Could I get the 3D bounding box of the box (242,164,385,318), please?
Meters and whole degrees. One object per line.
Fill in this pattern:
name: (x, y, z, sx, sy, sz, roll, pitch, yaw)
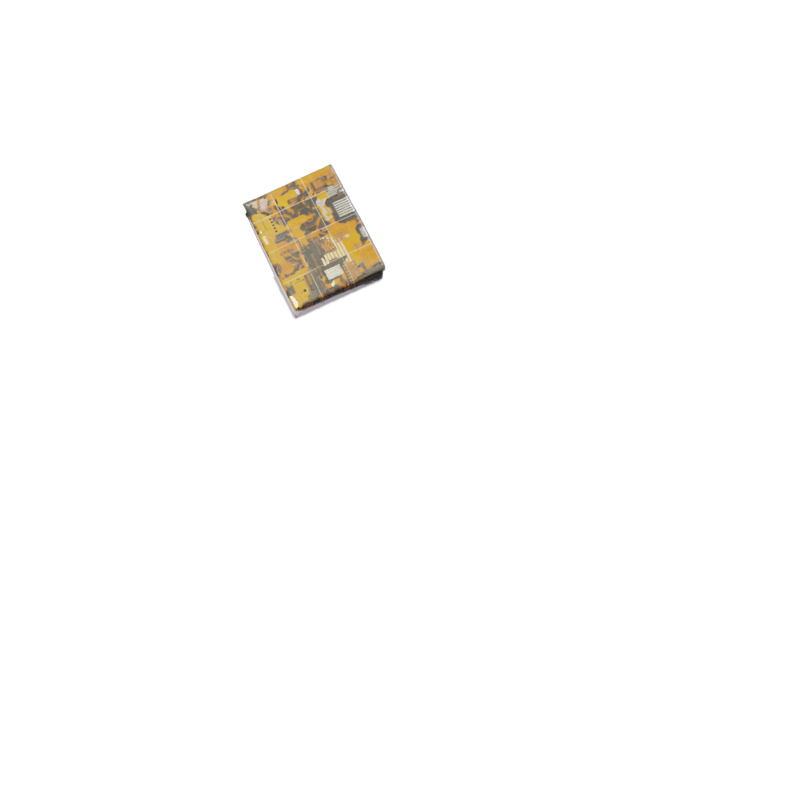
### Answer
box: (-0.078, -0.142, 0.997, 0.090, 0.119, 0.037, -25, -17, -9)
